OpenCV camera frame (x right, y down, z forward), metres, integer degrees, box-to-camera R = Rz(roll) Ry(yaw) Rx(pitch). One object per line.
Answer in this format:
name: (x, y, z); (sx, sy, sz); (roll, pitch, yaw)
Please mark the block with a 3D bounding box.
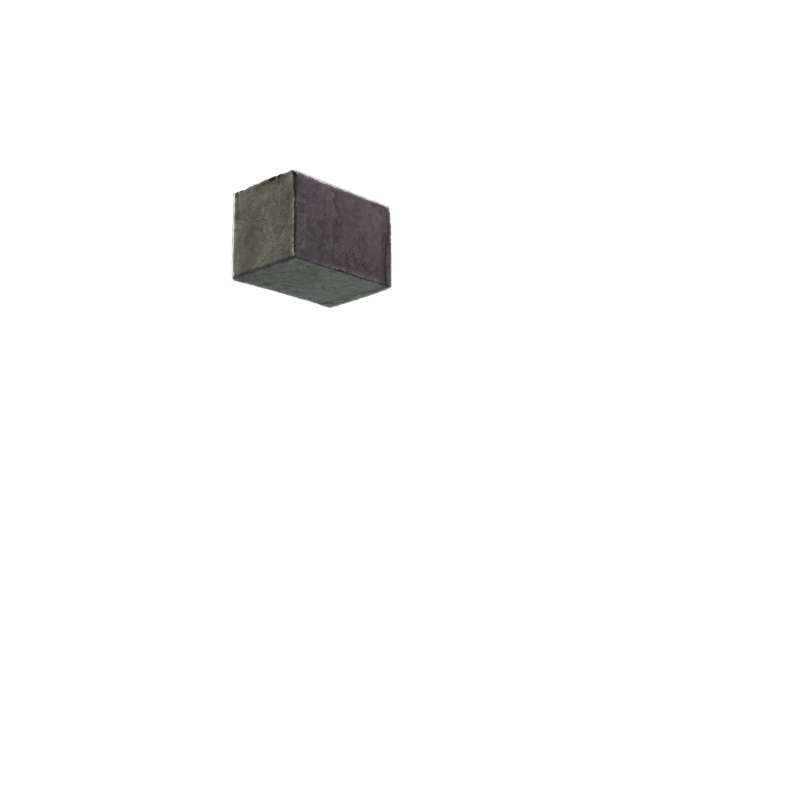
block: (-0.049, -0.089, 0.620); (0.054, 0.053, 0.073); (-15, -21, 41)
